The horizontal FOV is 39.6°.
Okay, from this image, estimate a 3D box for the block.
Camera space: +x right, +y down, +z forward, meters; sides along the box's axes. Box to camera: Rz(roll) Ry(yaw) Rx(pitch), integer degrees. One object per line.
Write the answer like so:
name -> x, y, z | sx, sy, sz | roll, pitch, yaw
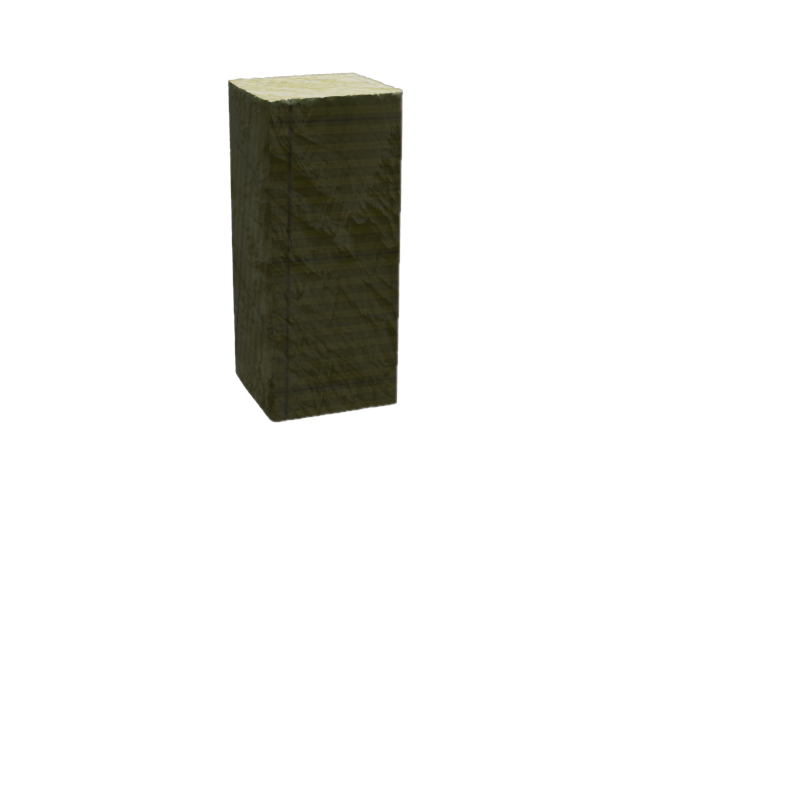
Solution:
block -> -0.057, -0.103, 0.722 | 0.089, 0.198, 0.096 | -6, 20, -21
